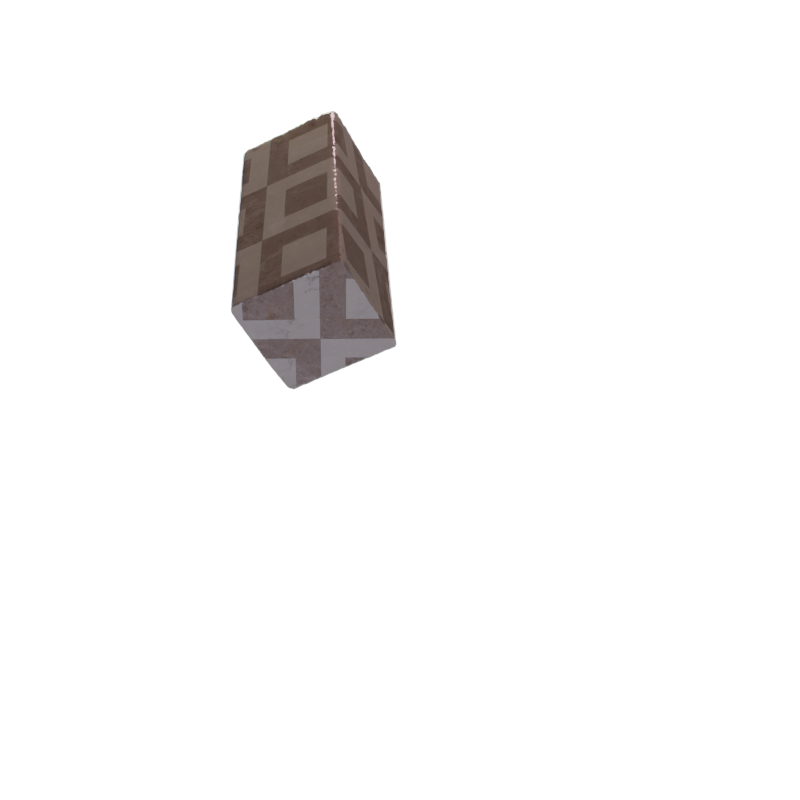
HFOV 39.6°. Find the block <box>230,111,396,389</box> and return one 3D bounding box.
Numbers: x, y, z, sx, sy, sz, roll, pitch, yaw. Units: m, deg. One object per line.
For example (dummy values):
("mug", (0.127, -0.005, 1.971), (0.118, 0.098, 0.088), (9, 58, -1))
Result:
("block", (-0.068, -0.123, 0.857), (0.091, 0.084, 0.221), (-23, 38, 15))
